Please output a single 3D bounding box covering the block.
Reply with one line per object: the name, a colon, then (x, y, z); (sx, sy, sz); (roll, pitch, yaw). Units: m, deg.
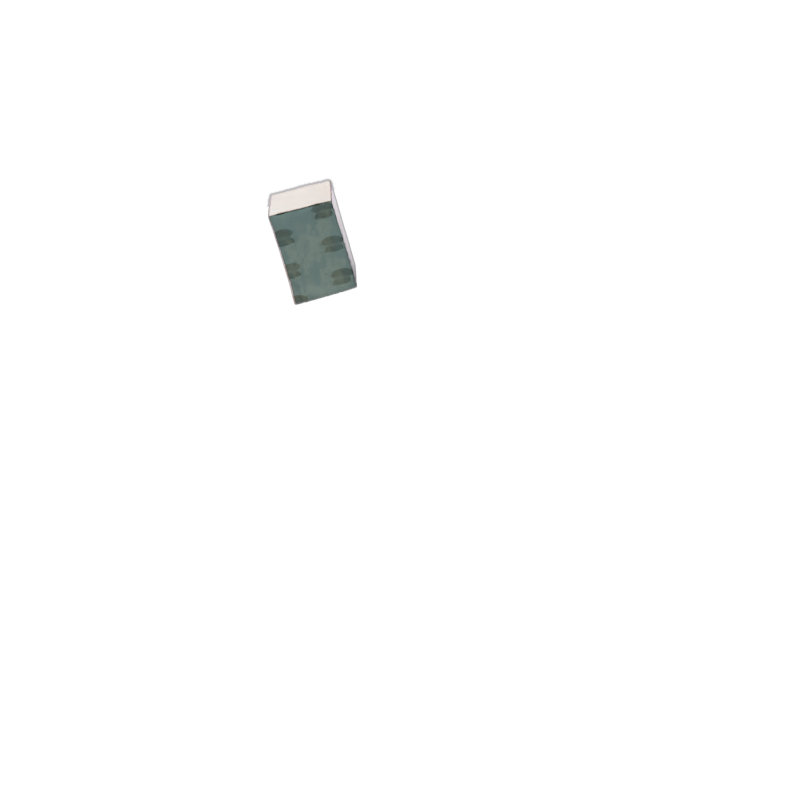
block: (-0.068, -0.125, 0.875); (0.053, 0.074, 0.054); (-14, 23, 4)
